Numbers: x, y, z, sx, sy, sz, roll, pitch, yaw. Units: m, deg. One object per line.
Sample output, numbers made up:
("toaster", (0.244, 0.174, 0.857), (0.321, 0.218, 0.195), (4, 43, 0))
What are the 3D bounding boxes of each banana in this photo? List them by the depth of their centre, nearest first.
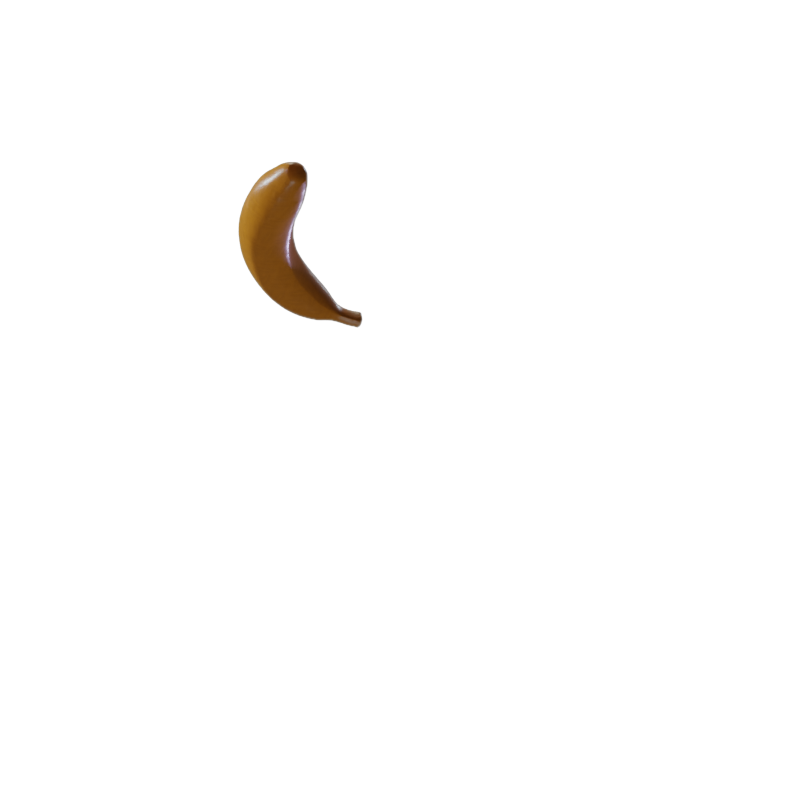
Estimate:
("banana", (-0.078, -0.106, 0.774), (0.070, 0.039, 0.184), (-5, -26, 9))
